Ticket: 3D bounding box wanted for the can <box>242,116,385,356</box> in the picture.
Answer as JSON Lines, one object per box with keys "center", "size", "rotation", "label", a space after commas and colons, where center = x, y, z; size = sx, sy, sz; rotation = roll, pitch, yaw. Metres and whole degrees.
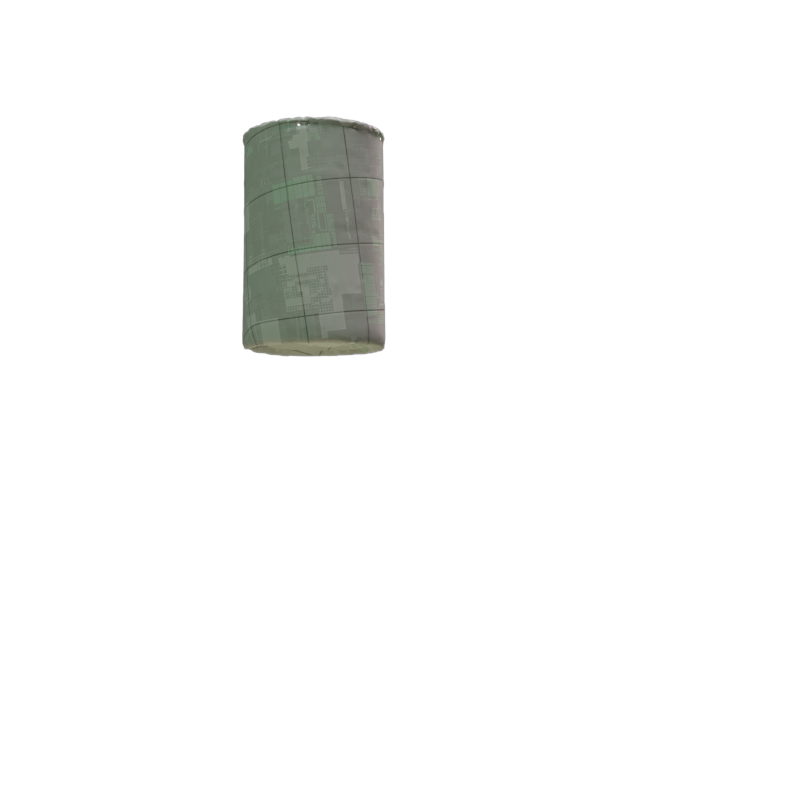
{"center": [-0.041, -0.074, 0.521], "size": [0.068, 0.105, 0.067], "rotation": [0, -9, -2], "label": "can"}
